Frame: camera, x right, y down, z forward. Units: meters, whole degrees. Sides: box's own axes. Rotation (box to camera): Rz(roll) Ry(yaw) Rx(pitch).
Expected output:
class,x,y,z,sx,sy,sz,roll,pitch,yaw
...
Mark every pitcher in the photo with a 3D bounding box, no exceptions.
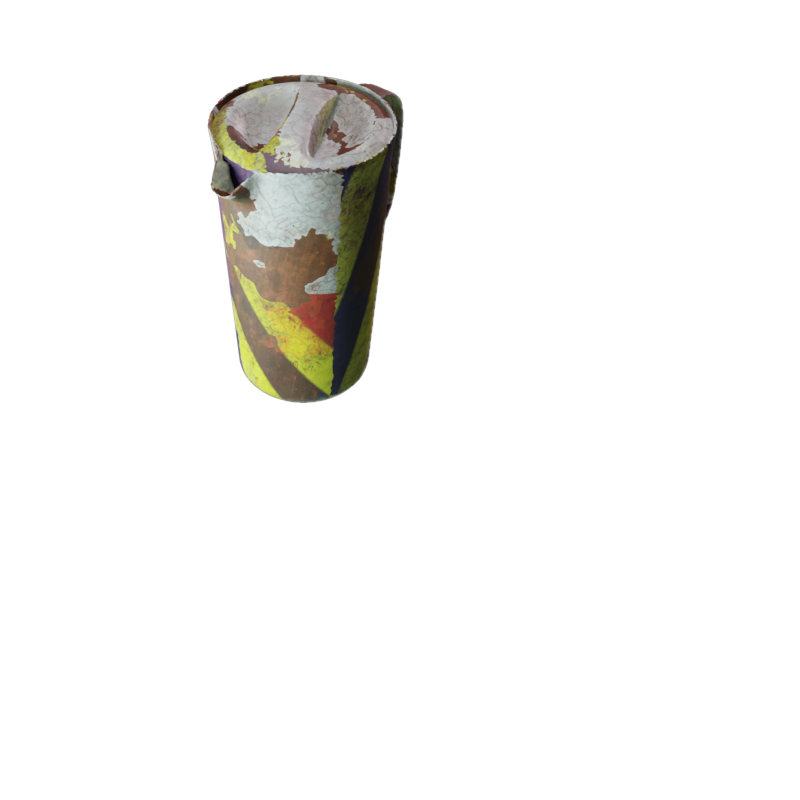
class,x,y,z,sx,sy,sz,roll,pitch,yaw
pitcher,-0.067,-0.122,0.855,0.148,0.226,0.156,-2,42,-6
